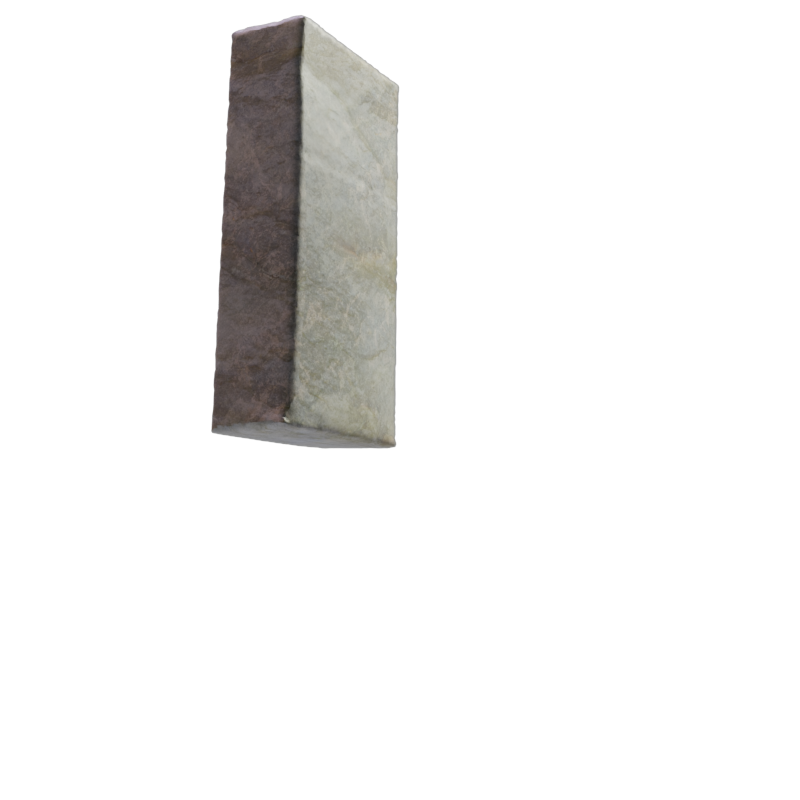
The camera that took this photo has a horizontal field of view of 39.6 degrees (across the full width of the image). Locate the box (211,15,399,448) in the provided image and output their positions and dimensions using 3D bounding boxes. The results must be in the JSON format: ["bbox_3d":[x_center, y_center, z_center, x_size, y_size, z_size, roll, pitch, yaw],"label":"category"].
[{"bbox_3d":[-0.039,-0.070,0.494,0.049,0.183,0.088,-9,-16,27],"label":"box"}]
